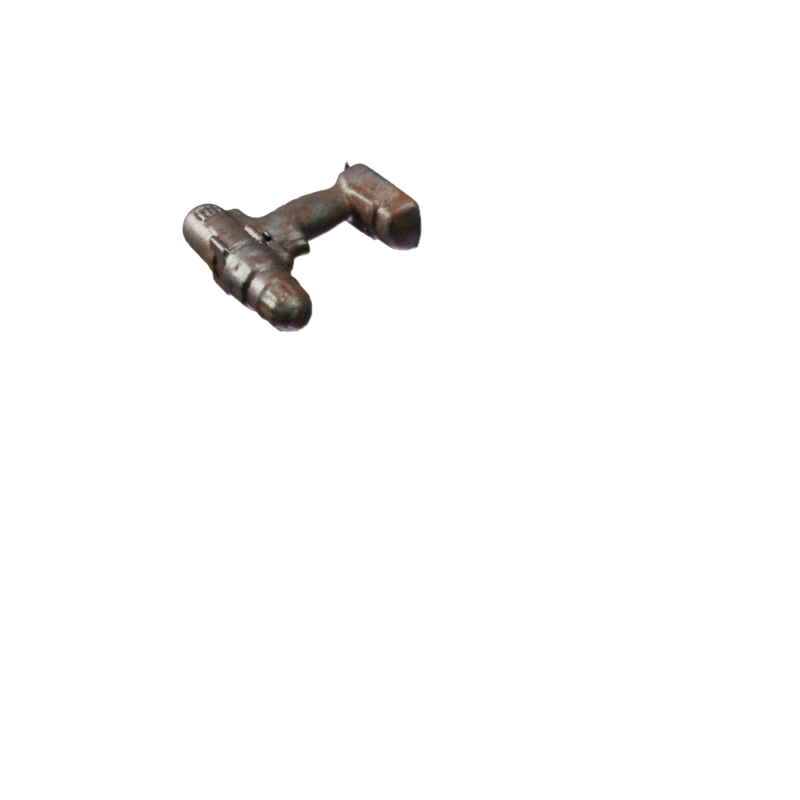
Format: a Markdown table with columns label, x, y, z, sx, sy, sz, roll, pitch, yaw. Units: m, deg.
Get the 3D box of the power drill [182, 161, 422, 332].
| label | x | y | z | sx | sy | sz | roll | pitch | yaw |
| --- | --- | --- | --- | --- | --- | --- | --- | --- | --- |
| power drill | -0.077 | -0.140 | 0.980 | 0.186 | 0.054 | 0.199 | -22 | 44 | -26 |
